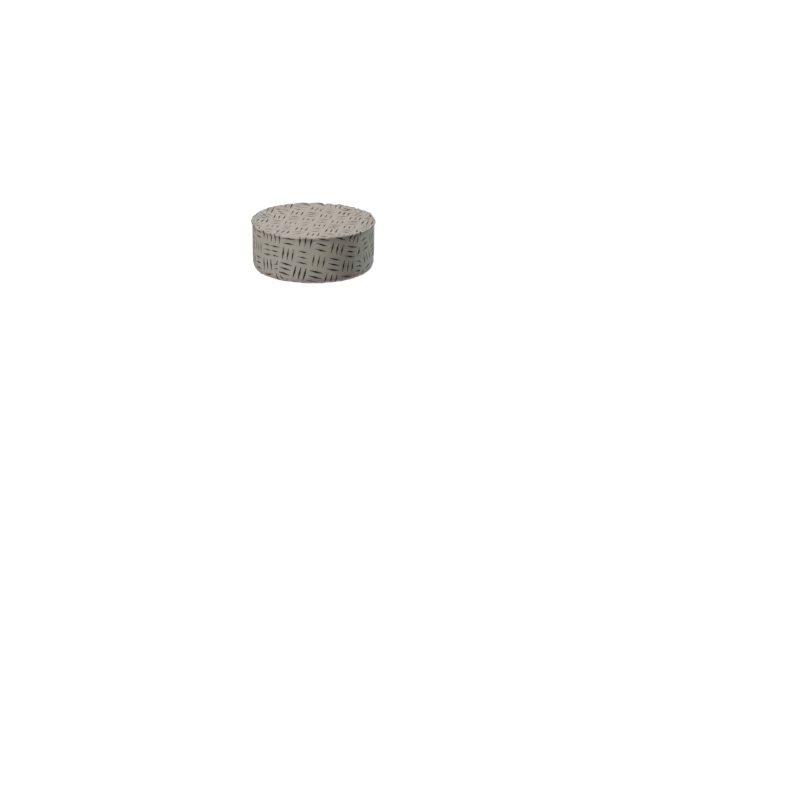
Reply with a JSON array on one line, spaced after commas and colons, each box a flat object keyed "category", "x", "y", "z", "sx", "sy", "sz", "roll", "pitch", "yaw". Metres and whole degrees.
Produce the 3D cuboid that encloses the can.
[{"category": "can", "x": -0.060, "y": -0.110, "z": 0.769, "sx": 0.086, "sy": 0.032, "sz": 0.090, "roll": -1, "pitch": 24, "yaw": -2}]
